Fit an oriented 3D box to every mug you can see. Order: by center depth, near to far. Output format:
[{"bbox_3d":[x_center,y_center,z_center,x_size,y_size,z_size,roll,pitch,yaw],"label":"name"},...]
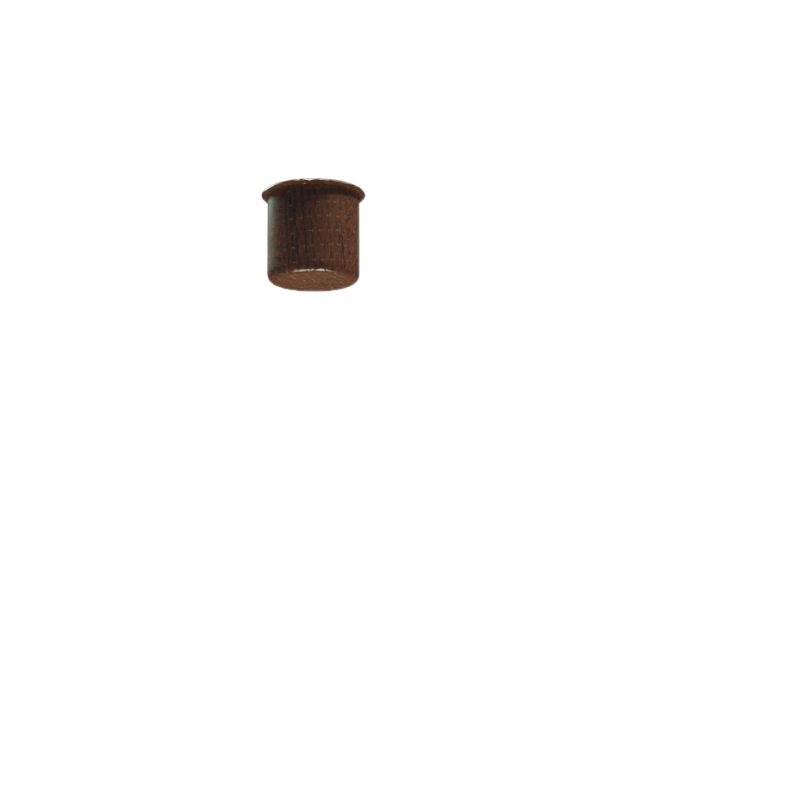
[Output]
[{"bbox_3d":[-0.078,-0.142,0.994,0.093,0.084,0.114,0,-11,-4],"label":"mug"}]
